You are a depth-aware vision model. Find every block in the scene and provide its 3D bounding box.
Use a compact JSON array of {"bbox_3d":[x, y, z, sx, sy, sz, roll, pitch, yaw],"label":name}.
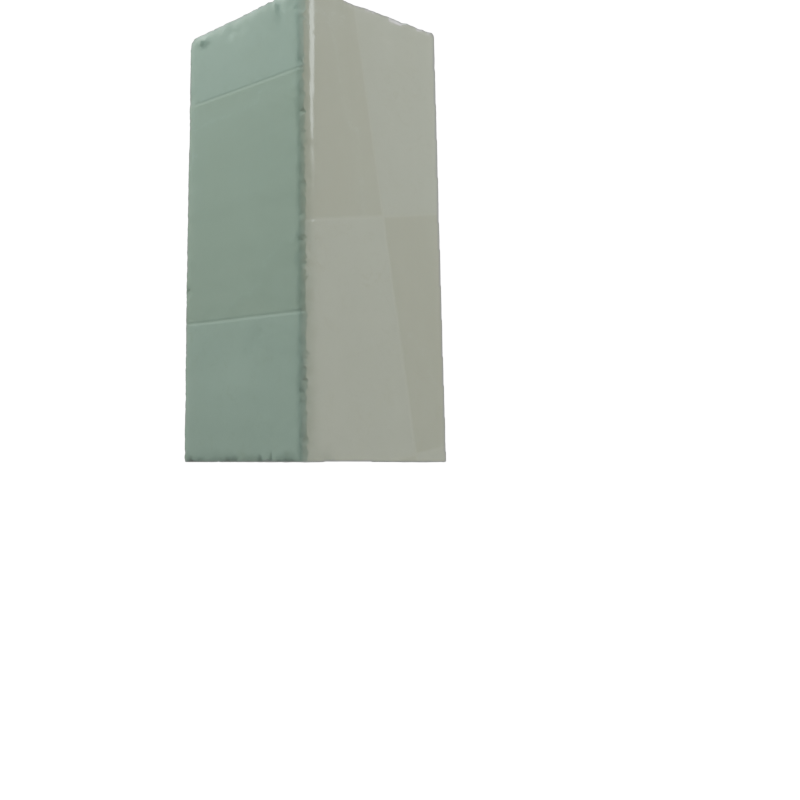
[{"bbox_3d":[-0.042,-0.076,0.529,0.086,0.211,0.093,9,-13,-43],"label":"block"}]
